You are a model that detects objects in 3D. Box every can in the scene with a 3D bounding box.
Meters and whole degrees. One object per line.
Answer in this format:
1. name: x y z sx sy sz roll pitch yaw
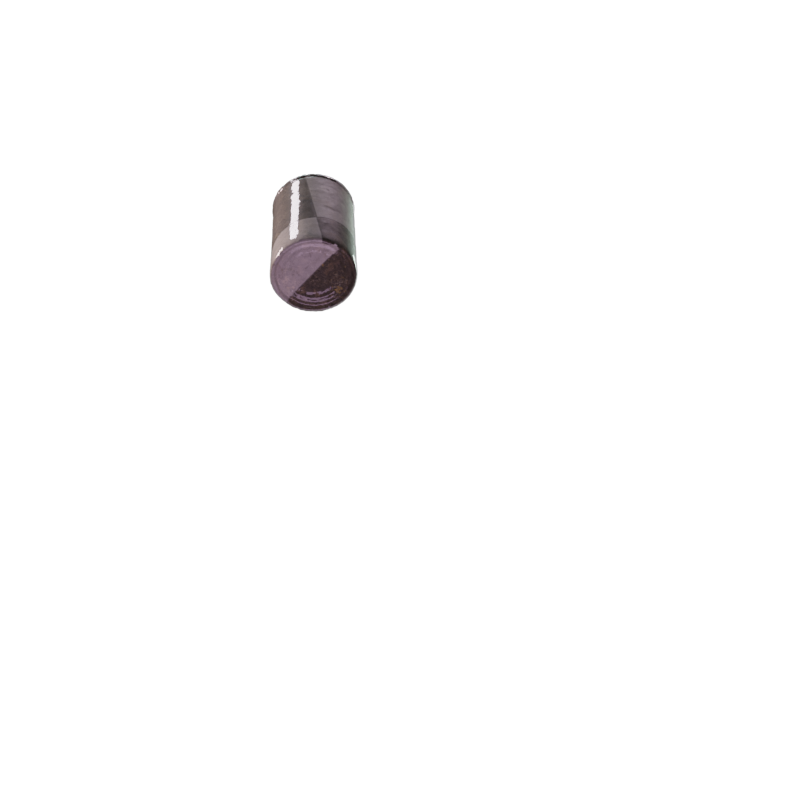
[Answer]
1. can: -0.068 -0.125 0.874 0.068 0.064 0.109 -1 36 -3
